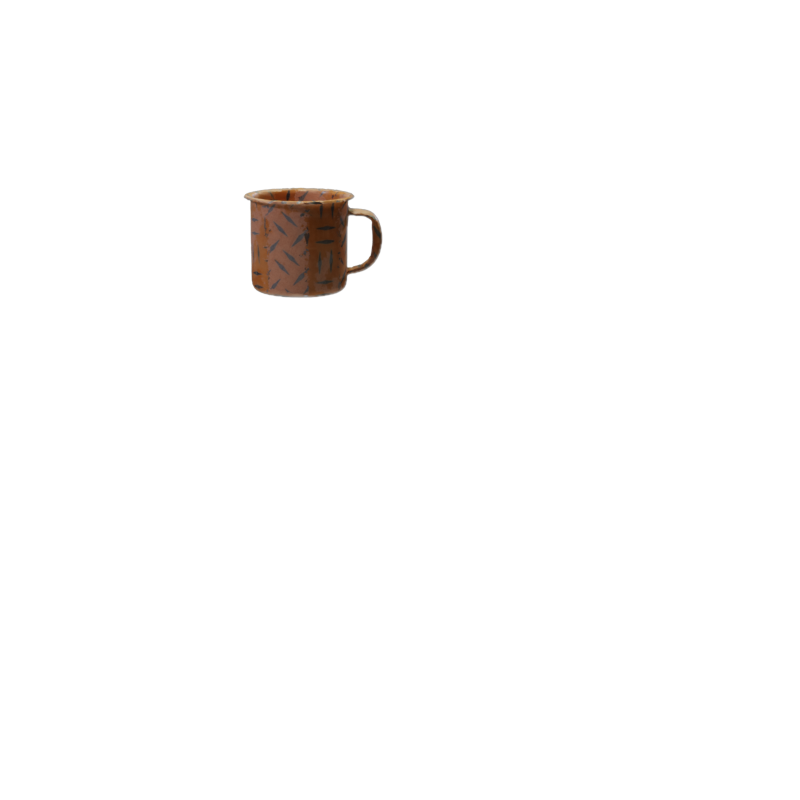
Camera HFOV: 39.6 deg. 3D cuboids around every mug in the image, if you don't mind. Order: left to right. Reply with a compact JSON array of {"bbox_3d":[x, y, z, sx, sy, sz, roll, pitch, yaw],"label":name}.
[{"bbox_3d":[-0.074,-0.134,0.939,0.116,0.079,0.097,-1,14,-7],"label":"mug"}]
